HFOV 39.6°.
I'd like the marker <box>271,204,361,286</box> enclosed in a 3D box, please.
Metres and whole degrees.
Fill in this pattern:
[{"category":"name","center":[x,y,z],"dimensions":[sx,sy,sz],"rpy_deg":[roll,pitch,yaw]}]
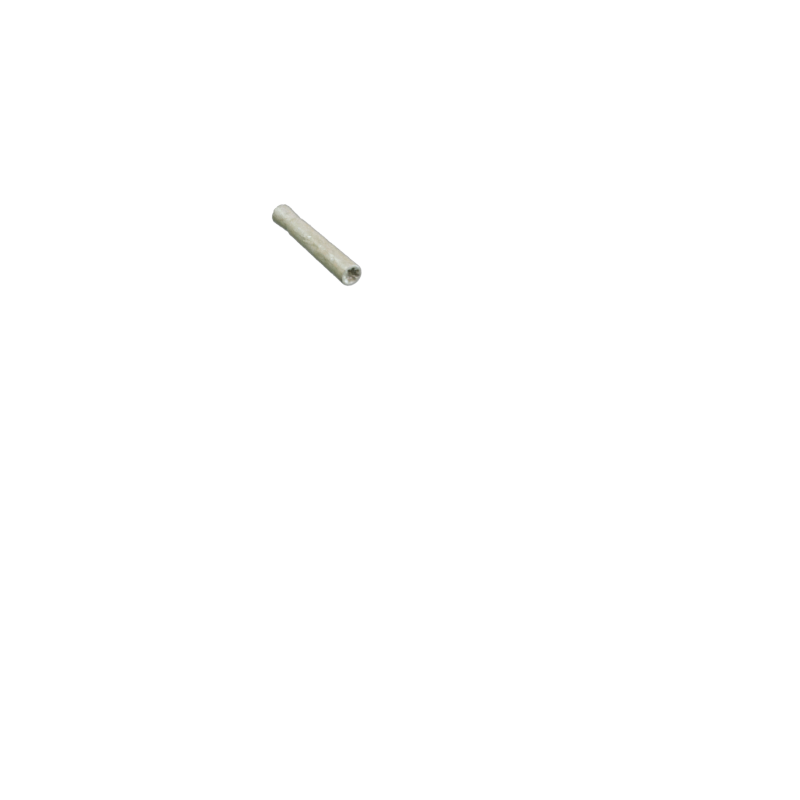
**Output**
[{"category":"marker","center":[-0.071,-0.129,0.904],"dimensions":[0.019,0.019,0.131],"rpy_deg":[-3,32,-35]}]
